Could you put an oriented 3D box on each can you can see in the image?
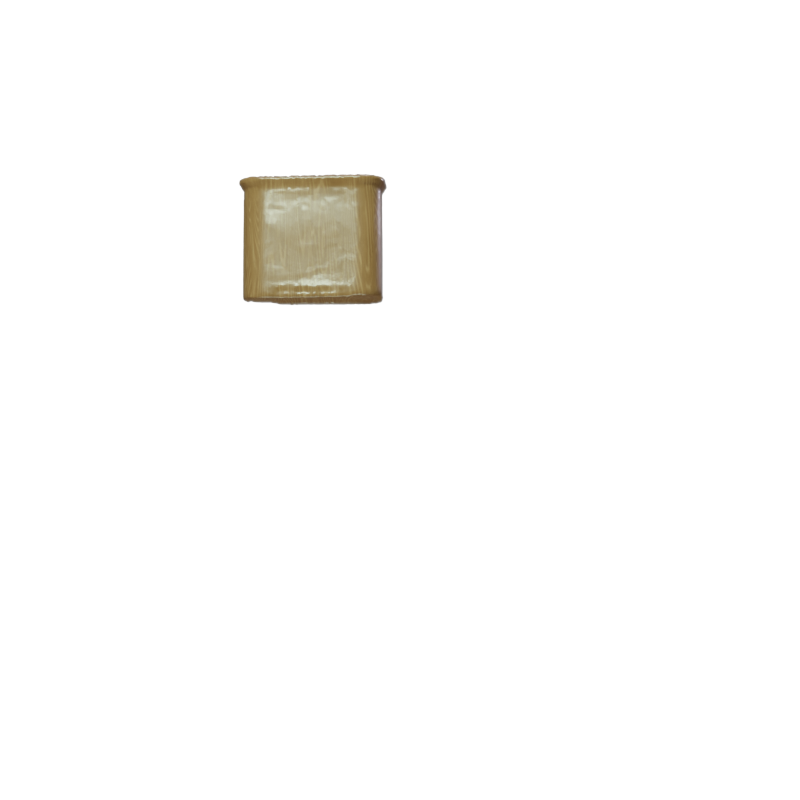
[{"bbox_3d":[-0.060,-0.110,0.774,0.103,0.085,0.056,-1,-7,5],"label":"can"}]
